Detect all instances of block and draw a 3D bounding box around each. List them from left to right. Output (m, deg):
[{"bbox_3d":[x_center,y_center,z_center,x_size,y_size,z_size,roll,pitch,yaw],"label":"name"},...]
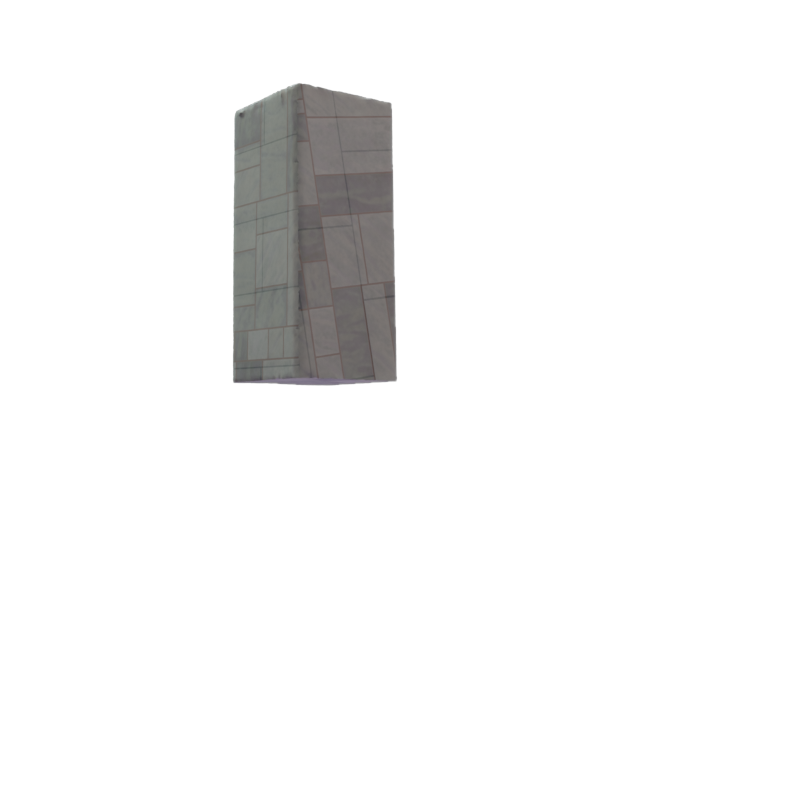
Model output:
[{"bbox_3d":[-0.065,-0.117,0.819,0.086,0.211,0.093,6,-11,-37],"label":"block"}]
